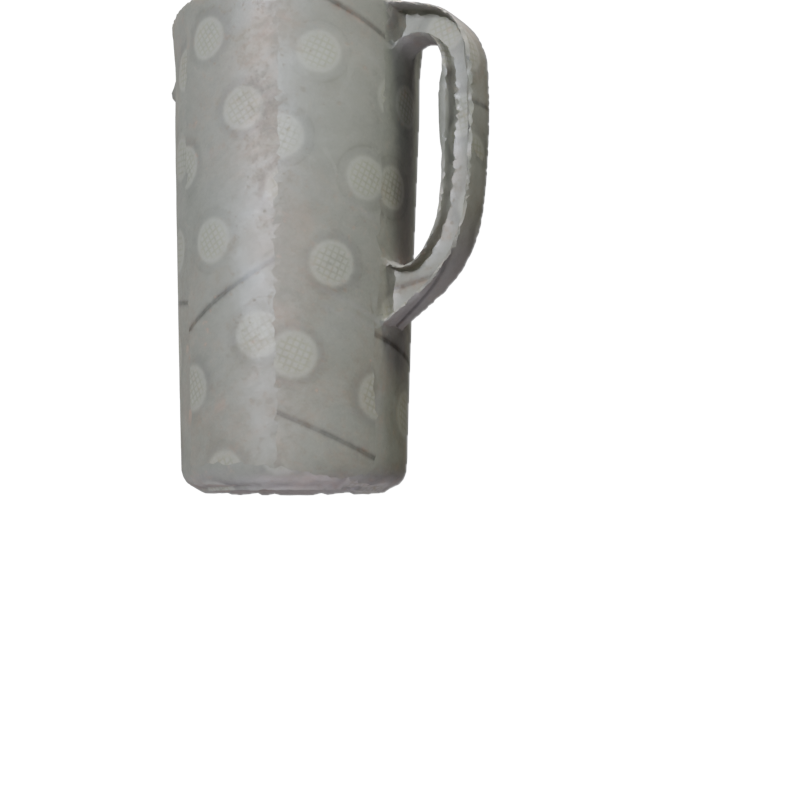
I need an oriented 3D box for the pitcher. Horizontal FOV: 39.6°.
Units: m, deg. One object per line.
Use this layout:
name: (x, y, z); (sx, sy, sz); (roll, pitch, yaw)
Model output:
pitcher: (-0.043, -0.079, 0.550); (0.142, 0.251, 0.147); (2, -12, -13)
